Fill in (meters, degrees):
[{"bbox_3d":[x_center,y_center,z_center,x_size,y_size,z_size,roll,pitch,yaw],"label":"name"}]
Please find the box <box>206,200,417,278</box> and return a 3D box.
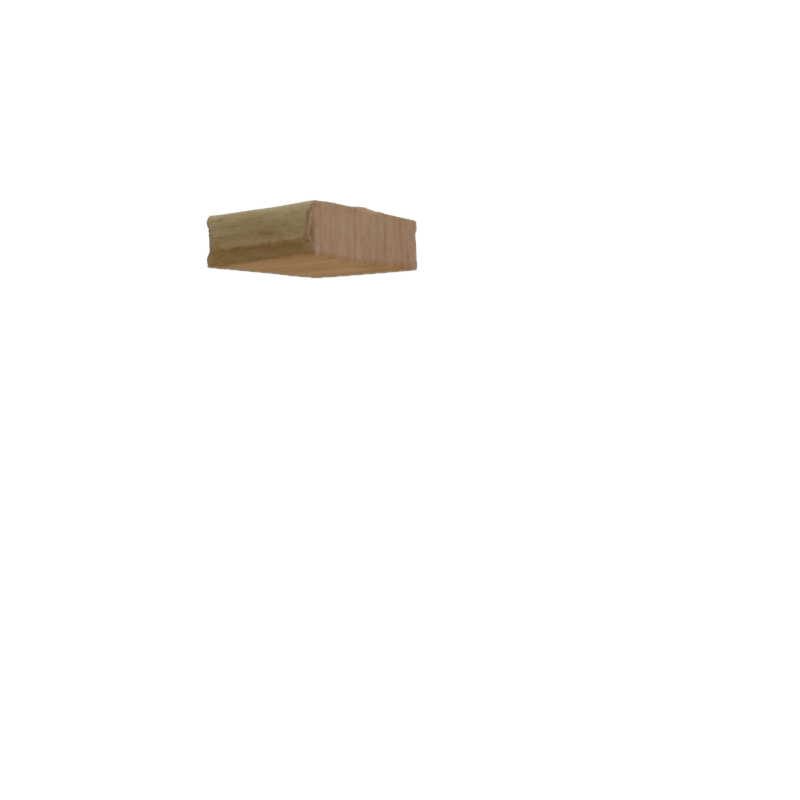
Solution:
[{"bbox_3d":[-0.046,-0.083,0.581,0.076,0.031,0.085,-1,-1,39],"label":"box"}]
